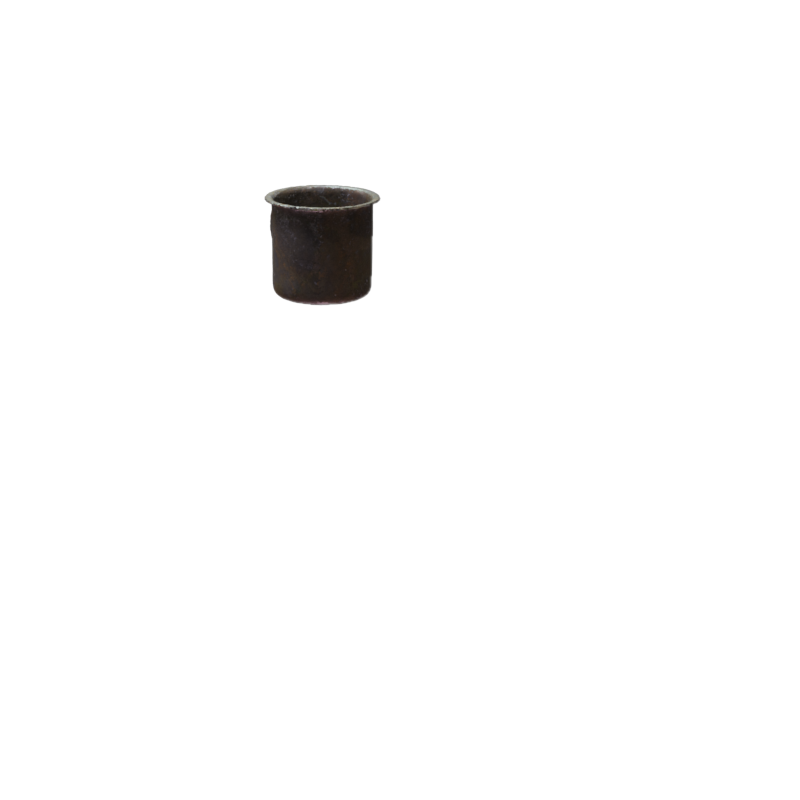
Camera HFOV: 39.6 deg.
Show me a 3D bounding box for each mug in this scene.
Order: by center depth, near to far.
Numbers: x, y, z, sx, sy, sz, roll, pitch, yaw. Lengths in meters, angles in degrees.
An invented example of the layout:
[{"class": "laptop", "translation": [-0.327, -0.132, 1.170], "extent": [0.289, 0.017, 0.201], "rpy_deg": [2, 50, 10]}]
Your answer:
[{"class": "mug", "translation": [-0.071, -0.130, 0.911], "extent": [0.091, 0.078, 0.124], "rpy_deg": [-14, 25, -37]}]
